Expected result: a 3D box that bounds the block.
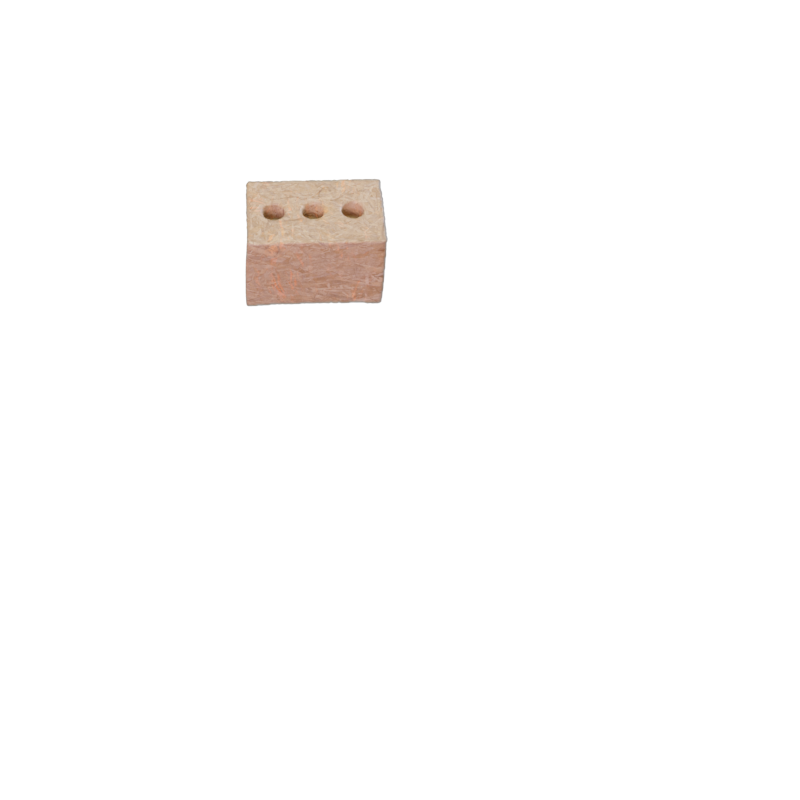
[{"bbox_3d":[-0.049,-0.089,0.626,0.078,0.057,0.048,-2,-40,-3],"label":"block"}]
